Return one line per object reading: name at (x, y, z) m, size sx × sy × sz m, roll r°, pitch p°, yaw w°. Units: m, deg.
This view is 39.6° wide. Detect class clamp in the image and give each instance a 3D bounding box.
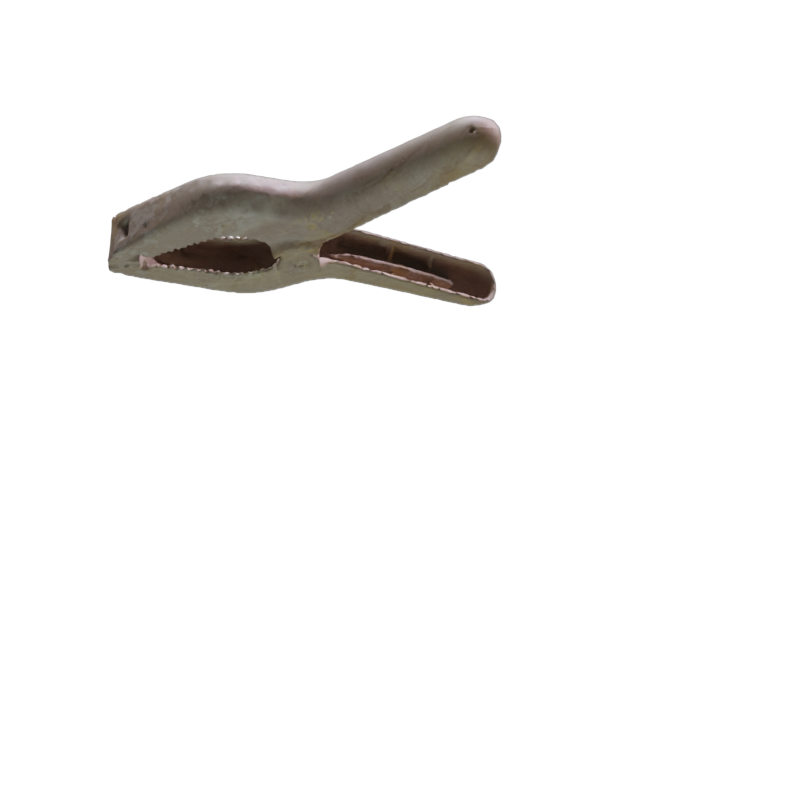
clamp at (-0.045, -0.083, 0.579) m, size 0.212 × 0.038 × 0.153 m, roll -5°, pitch -24°, yaw 11°
